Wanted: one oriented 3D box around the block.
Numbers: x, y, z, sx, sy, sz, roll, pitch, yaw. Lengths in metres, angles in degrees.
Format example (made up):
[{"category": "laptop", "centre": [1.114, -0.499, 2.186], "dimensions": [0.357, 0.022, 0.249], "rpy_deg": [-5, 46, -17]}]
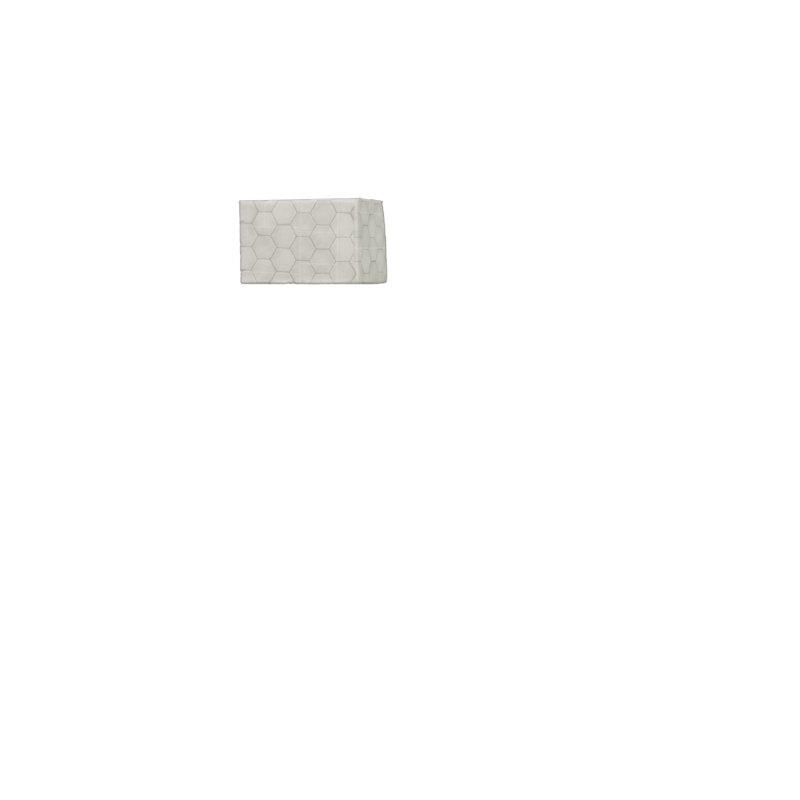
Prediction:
[{"category": "block", "centre": [-0.052, -0.096, 0.670], "dimensions": [0.080, 0.051, 0.052], "rpy_deg": [2, 3, 20]}]
